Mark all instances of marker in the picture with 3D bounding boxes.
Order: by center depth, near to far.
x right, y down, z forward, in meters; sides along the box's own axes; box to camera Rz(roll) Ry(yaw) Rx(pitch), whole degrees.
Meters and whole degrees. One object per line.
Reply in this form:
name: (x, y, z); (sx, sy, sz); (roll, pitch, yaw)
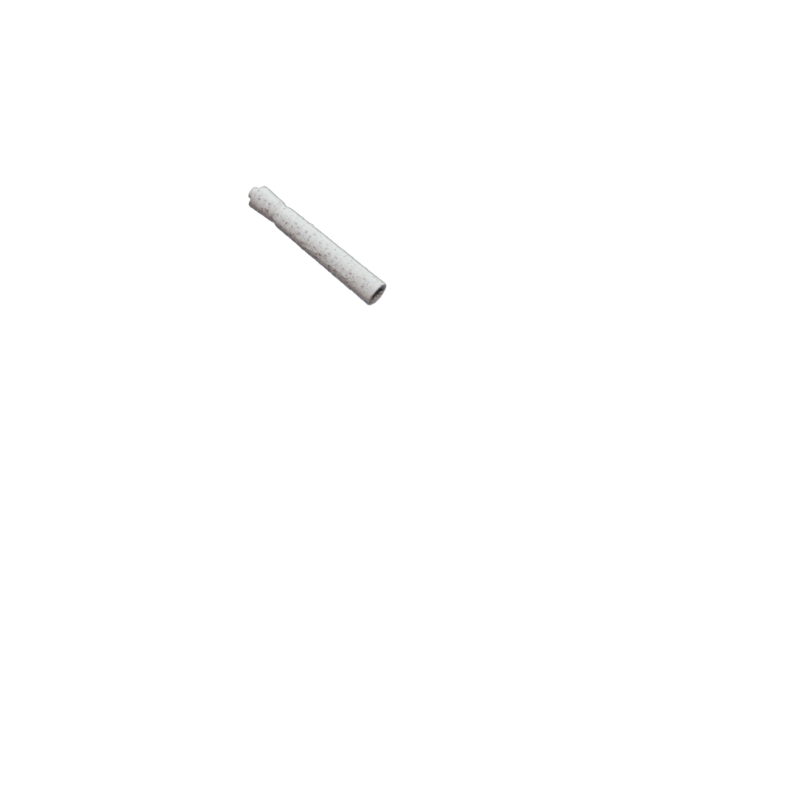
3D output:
marker: (-0.060, -0.109, 0.766); (0.127, 0.019, 0.019); (41, 19, 21)
